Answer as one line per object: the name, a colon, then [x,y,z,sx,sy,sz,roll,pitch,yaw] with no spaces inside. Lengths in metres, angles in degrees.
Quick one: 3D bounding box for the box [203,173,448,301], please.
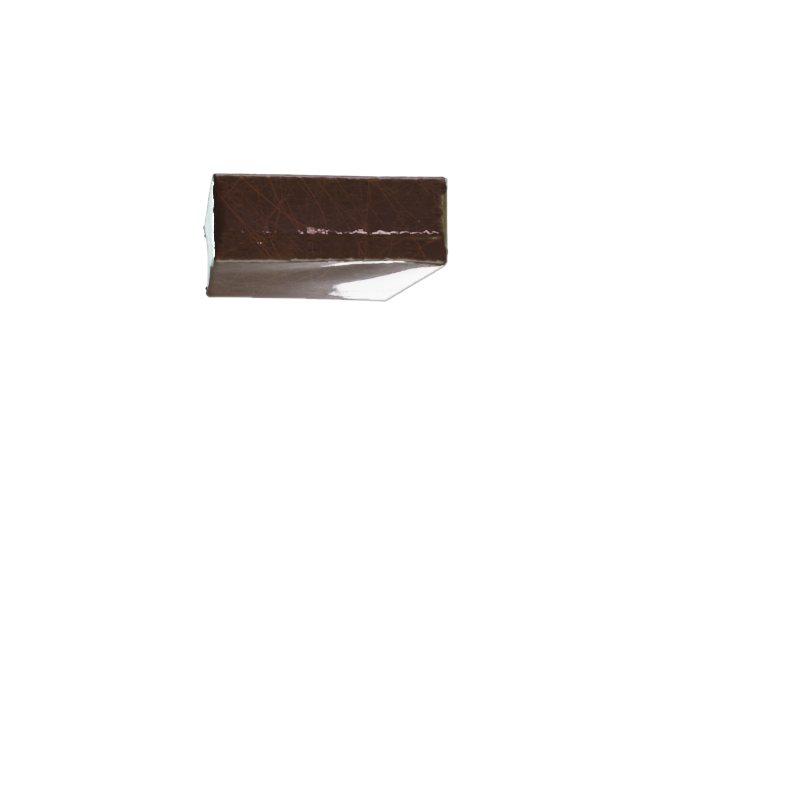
box: [-0.036,-0.066,0.463,0.089,0.040,0.113,1,-4,-10]
